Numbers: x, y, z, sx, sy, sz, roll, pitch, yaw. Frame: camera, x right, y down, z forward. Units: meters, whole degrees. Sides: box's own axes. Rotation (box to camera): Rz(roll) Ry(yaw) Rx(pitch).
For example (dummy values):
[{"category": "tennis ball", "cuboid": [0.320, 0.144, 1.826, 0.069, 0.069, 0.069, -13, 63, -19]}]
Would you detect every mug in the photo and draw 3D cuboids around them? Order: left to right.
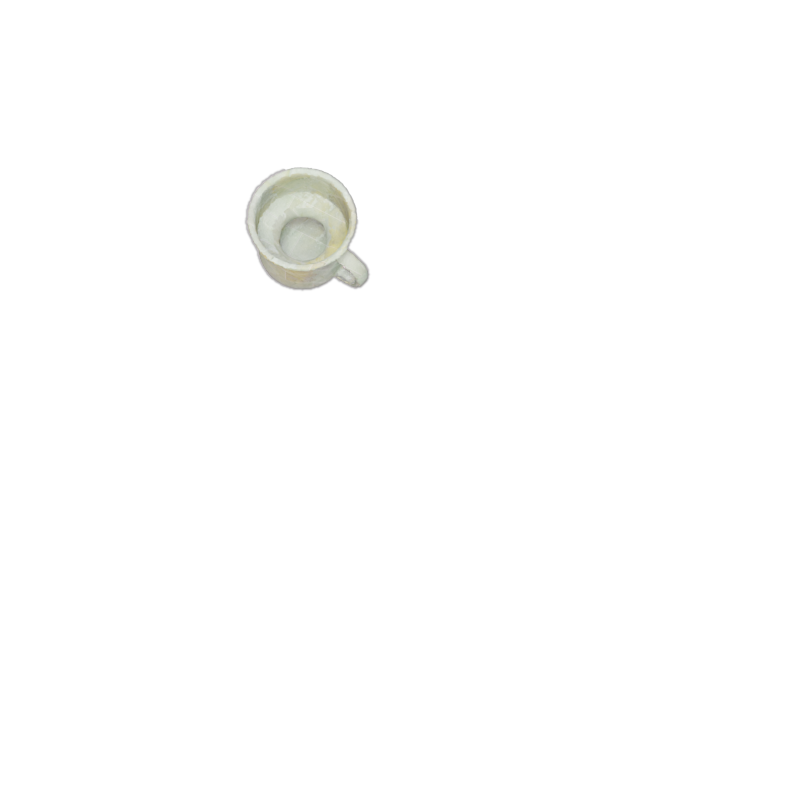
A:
[{"category": "mug", "cuboid": [-0.076, -0.138, 0.967, 0.120, 0.095, 0.078, 35, -14, 9]}]
